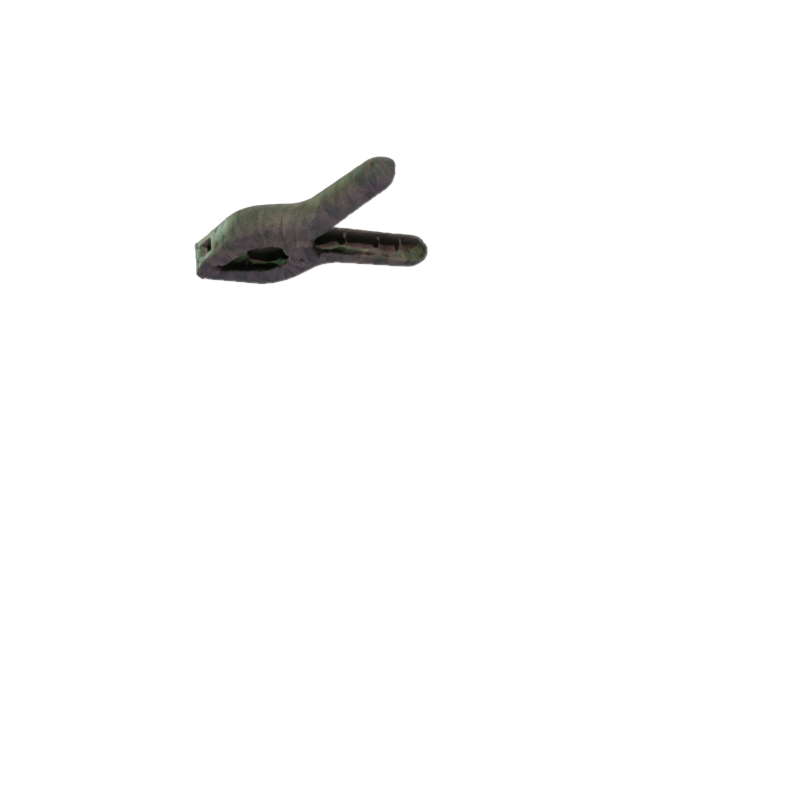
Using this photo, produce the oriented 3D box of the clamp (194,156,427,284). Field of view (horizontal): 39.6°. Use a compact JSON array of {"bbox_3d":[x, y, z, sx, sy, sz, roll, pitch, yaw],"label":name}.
[{"bbox_3d":[-0.064,-0.116,0.816,0.173,0.042,0.111,-14,-37,19],"label":"clamp"}]
